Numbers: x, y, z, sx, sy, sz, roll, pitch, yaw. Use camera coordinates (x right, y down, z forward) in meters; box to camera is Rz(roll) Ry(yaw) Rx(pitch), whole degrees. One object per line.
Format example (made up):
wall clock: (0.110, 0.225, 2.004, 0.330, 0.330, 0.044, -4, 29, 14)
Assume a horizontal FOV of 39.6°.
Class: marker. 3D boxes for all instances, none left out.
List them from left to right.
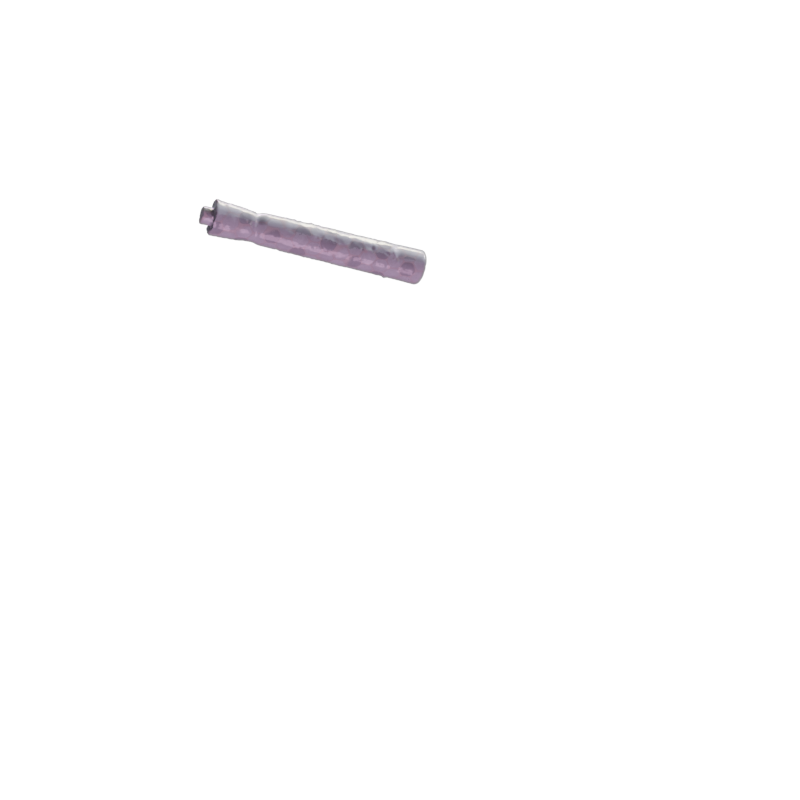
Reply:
marker: (-0.045, -0.082, 0.575, 0.118, 0.020, 0.020, 12, 0, -15)
